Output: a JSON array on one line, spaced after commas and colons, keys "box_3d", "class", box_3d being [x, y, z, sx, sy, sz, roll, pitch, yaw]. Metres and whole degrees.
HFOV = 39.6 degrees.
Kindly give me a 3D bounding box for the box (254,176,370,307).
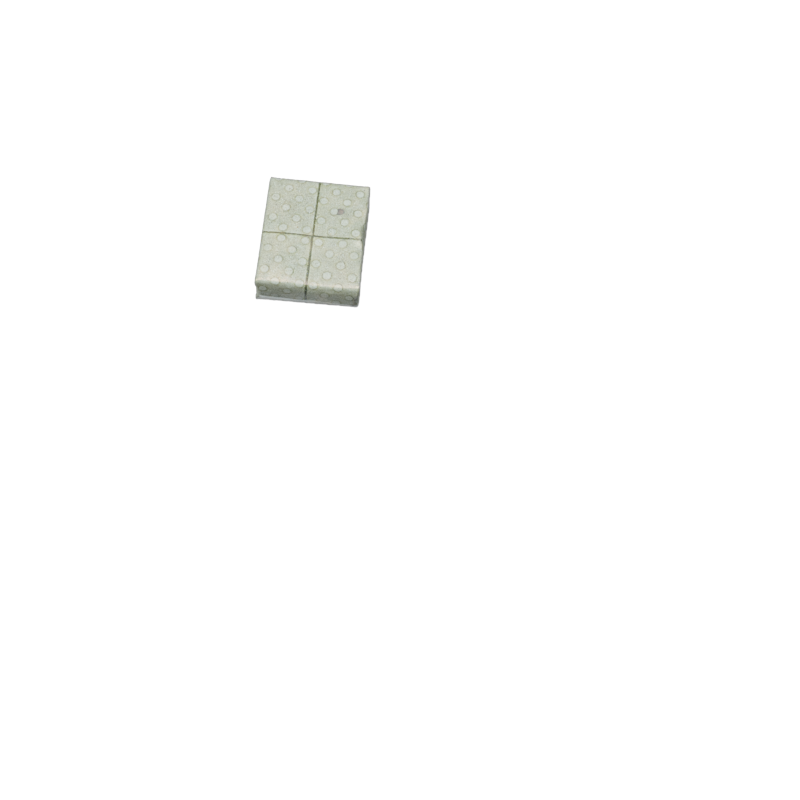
[{"box_3d": [-0.061, -0.112, 0.782, 0.073, 0.094, 0.028, 5, -29, 2], "class": "box"}]
